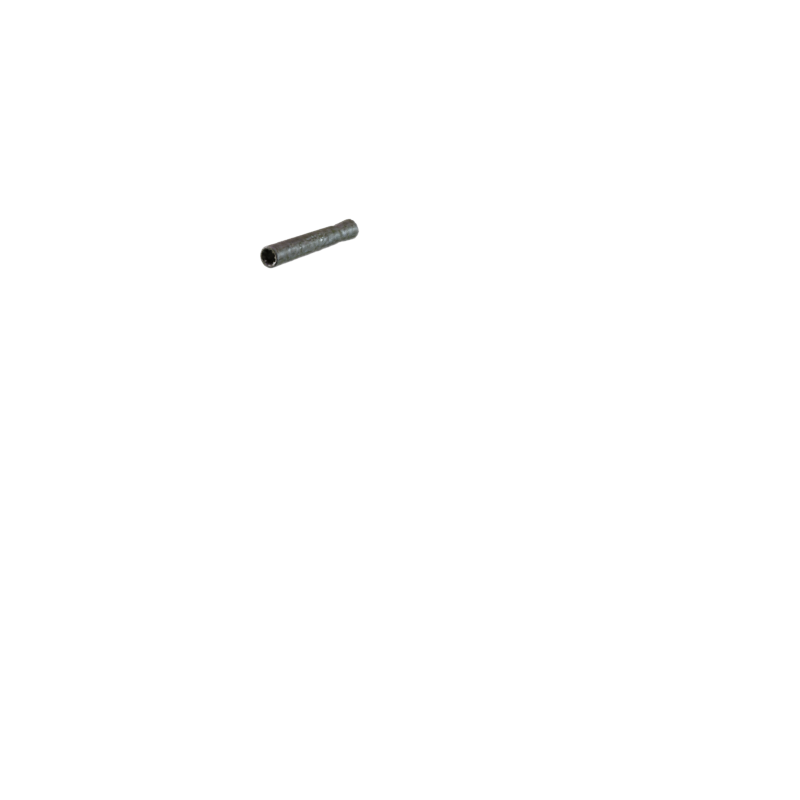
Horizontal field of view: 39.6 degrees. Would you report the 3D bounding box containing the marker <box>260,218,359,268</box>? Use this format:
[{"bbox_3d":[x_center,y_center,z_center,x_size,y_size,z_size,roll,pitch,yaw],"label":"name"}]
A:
[{"bbox_3d":[-0.074,-0.135,0.944,0.020,0.019,0.120,3,20,35],"label":"marker"}]
